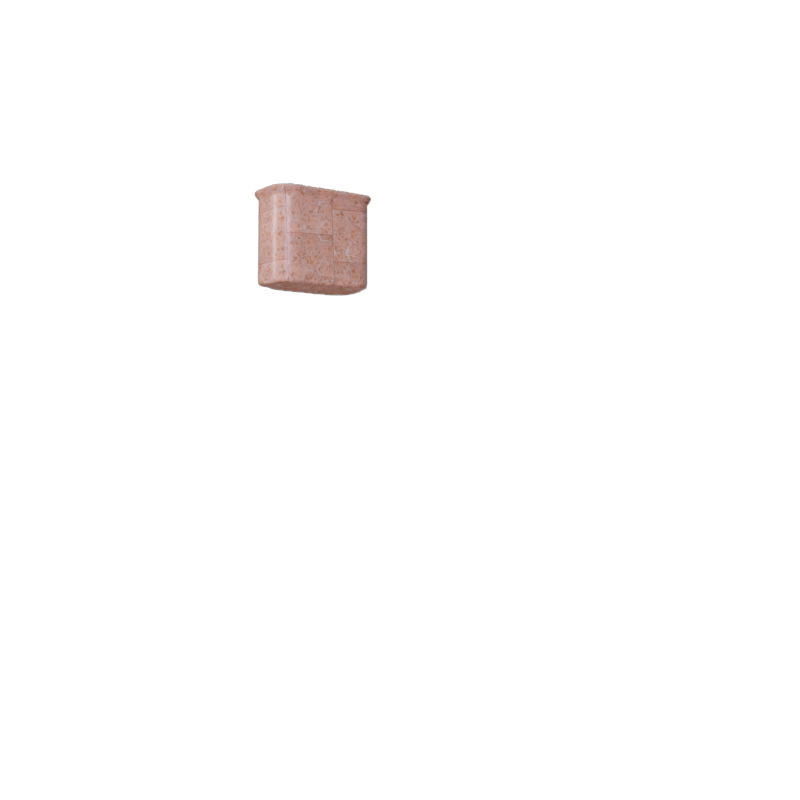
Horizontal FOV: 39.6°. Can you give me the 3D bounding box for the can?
[{"bbox_3d":[-0.076,-0.138,0.965,0.098,0.086,0.059,4,-9,-35],"label":"can"}]
